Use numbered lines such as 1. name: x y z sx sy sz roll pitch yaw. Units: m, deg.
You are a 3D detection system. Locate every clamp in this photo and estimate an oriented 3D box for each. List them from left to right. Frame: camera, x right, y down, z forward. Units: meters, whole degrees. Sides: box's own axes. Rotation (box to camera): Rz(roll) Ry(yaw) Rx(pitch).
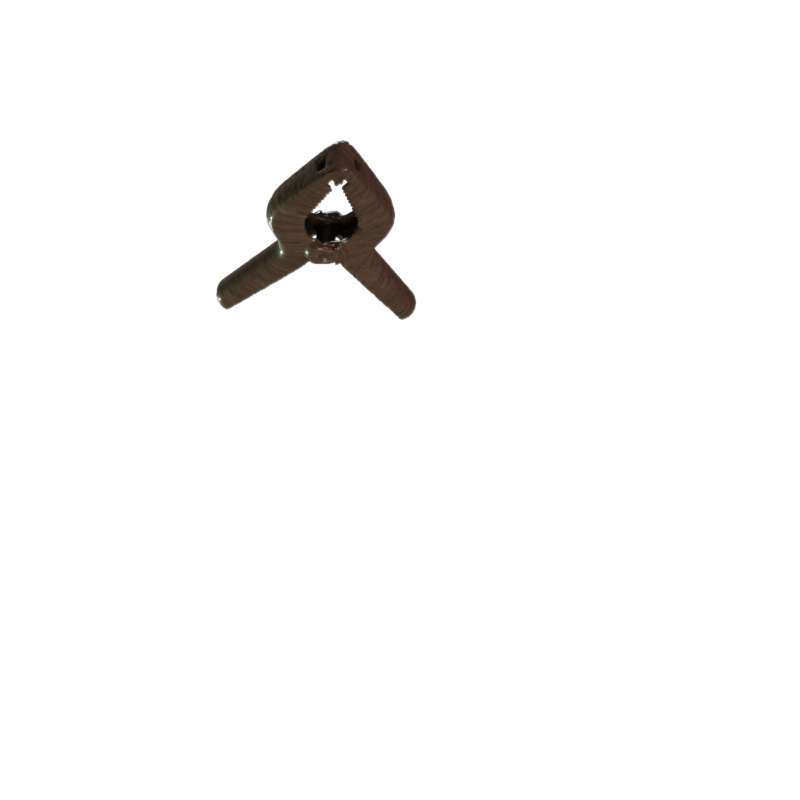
1. clamp: -0.066 -0.121 0.848 0.165 0.039 0.197 0 -28 0
